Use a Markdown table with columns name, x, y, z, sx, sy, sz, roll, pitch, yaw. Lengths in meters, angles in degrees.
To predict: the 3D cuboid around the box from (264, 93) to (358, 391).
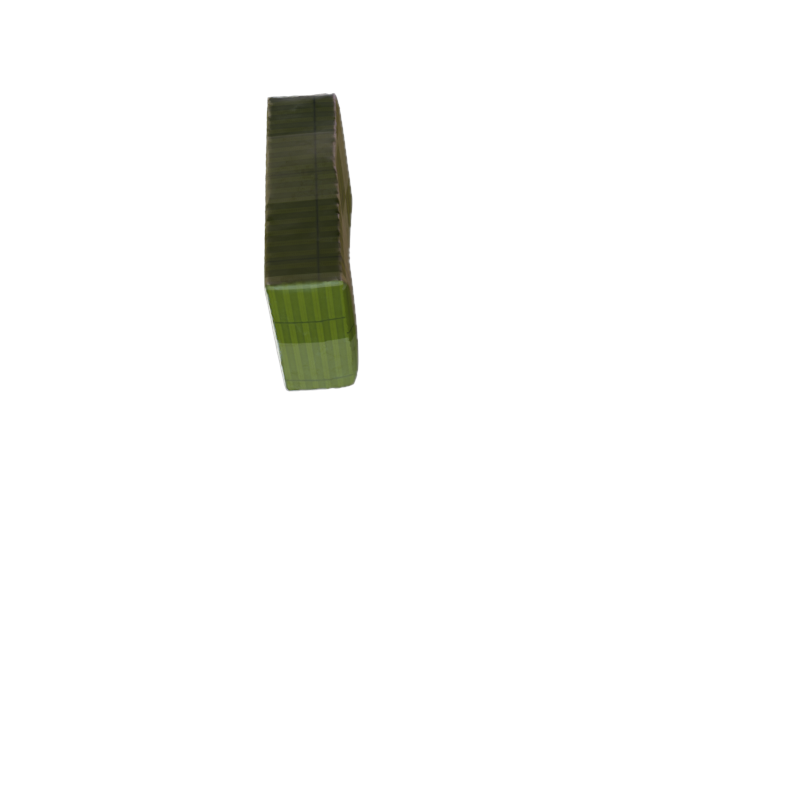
| name | x | y | z | sx | sy | sz | roll | pitch | yaw |
| --- | --- | --- | --- | --- | --- | --- | --- | --- | --- |
| box | -0.077 | -0.141 | 0.987 | 0.072 | 0.229 | 0.153 | -3 | -35 | 1 |
